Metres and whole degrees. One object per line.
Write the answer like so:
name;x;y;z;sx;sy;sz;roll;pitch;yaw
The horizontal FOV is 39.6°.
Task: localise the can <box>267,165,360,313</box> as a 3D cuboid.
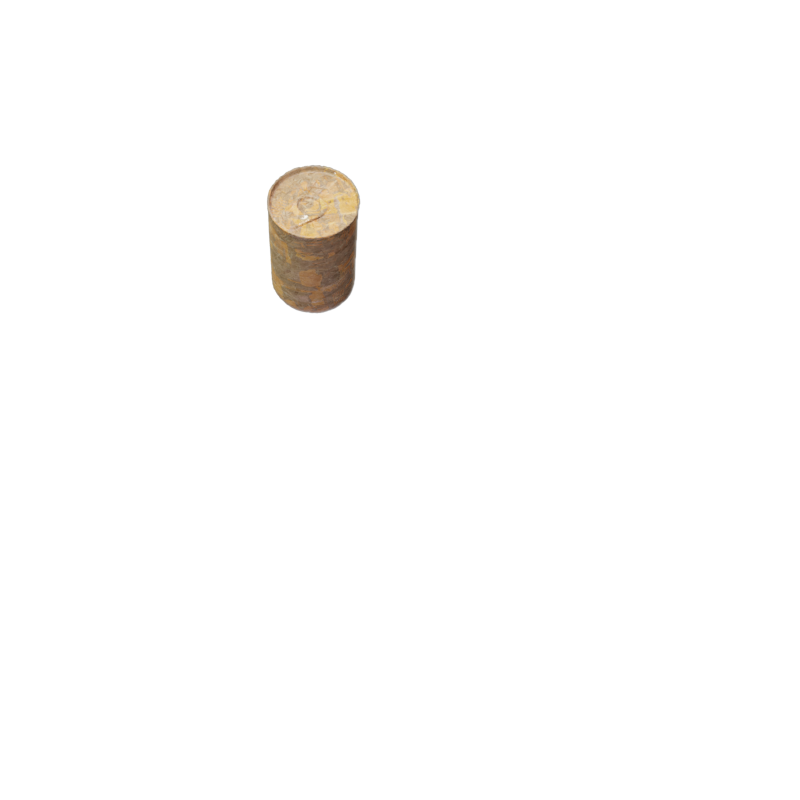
can;-0.066;-0.121;0.846;0.068;0.073;0.096;0;-32;-3
